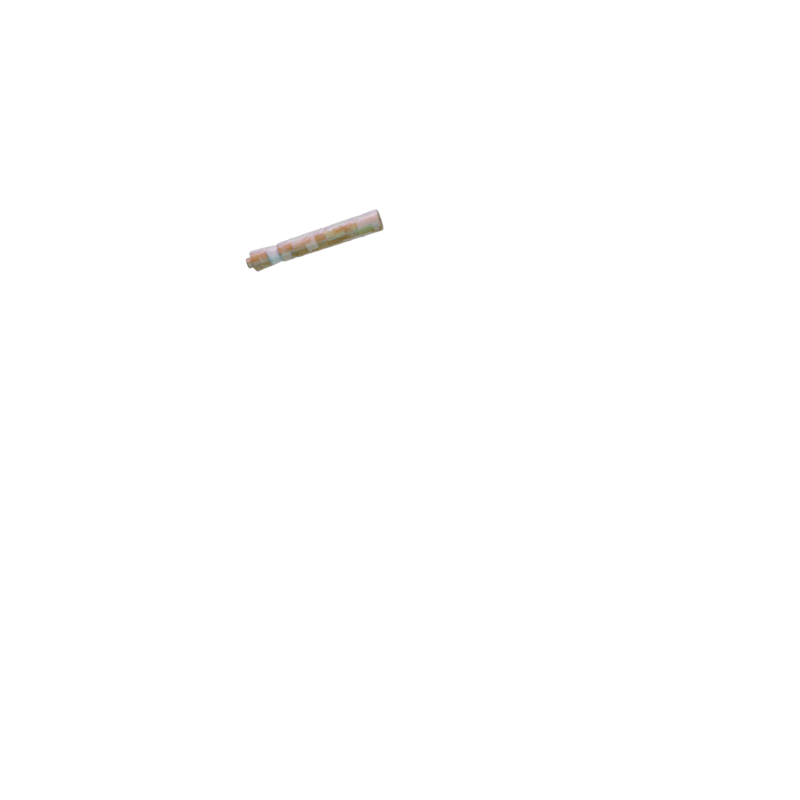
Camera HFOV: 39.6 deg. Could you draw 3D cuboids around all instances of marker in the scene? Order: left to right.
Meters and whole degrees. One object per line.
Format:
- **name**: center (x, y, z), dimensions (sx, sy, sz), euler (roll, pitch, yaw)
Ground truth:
- **marker**: center (-0.074, -0.135, 0.945), dimensions (0.121, 0.020, 0.020), euler (-17, 2, 9)
